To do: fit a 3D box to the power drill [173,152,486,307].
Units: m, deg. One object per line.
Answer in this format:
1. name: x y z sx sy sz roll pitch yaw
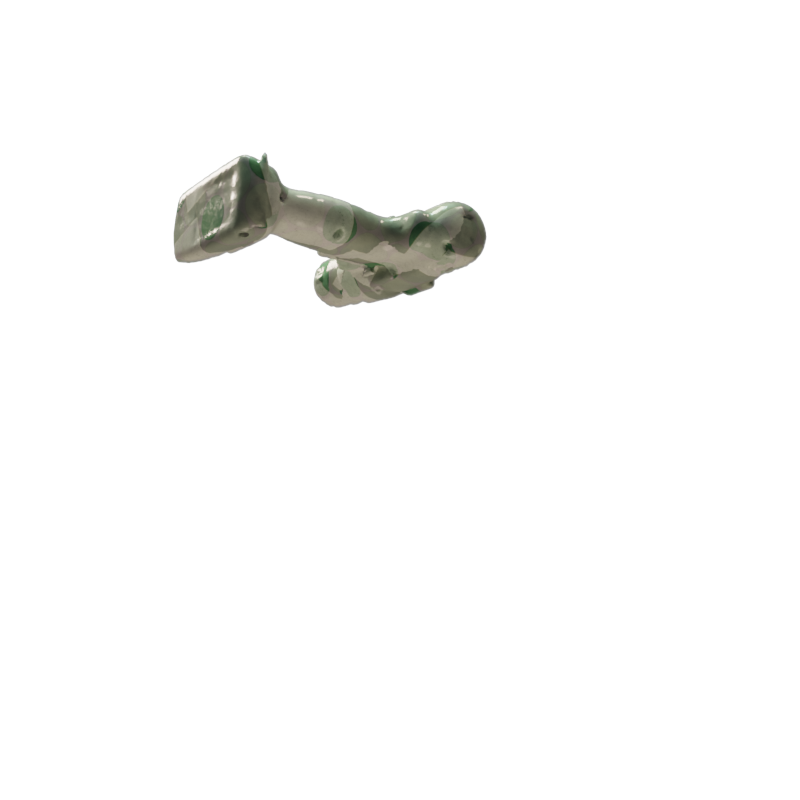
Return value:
1. power drill: -0.062 -0.113 0.790 0.179 0.060 0.186 8 -15 -33
